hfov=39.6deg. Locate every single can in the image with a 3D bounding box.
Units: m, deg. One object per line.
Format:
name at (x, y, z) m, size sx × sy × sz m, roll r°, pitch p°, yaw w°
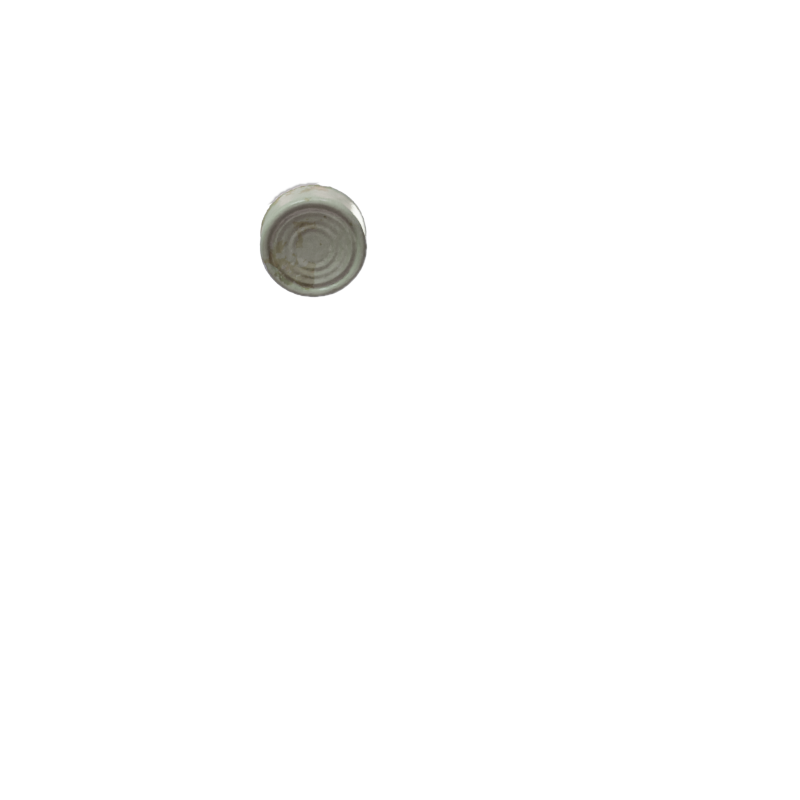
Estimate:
can at (-0.069, -0.126, 0.881) m, size 0.086 × 0.082 × 0.035 m, roll 1°, pitch 23°, yaw -1°
